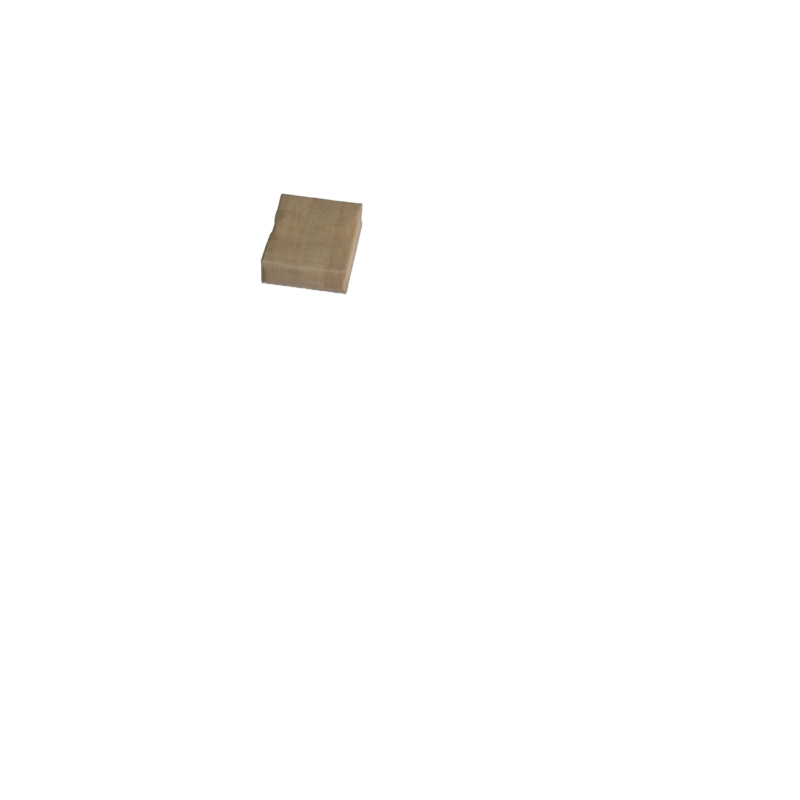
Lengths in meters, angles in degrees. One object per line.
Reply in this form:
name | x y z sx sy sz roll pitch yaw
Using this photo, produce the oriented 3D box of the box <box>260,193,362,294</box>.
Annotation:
box | -0.074 -0.134 0.941 0.074 0.095 0.028 7 -41 6
